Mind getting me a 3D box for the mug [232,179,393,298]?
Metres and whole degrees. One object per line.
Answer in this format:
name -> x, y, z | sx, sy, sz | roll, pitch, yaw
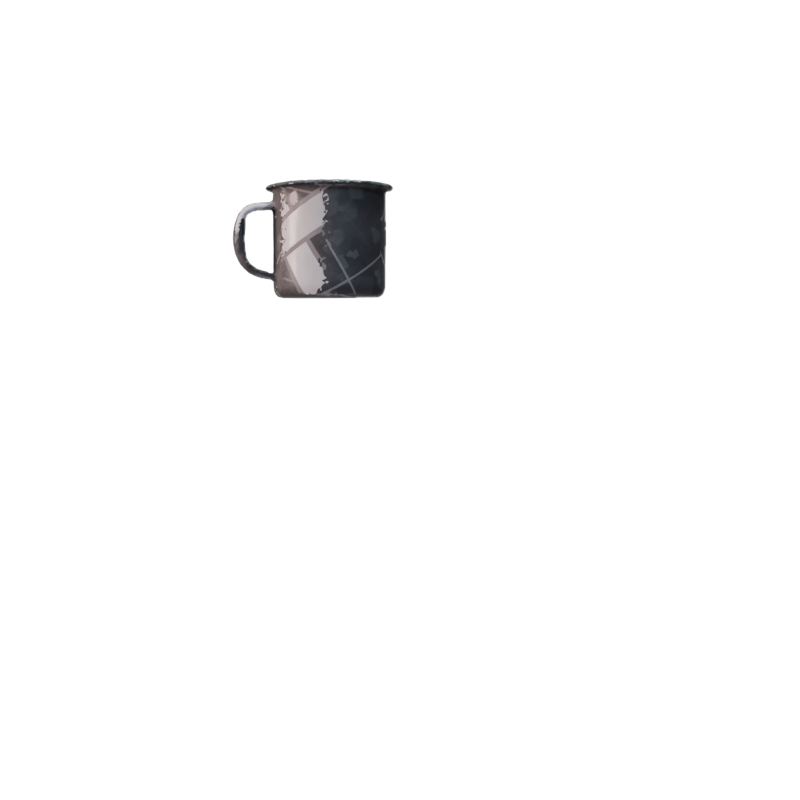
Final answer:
mug -> -0.063, -0.115, 0.806 | 0.115, 0.082, 0.095 | -1, 1, -14
